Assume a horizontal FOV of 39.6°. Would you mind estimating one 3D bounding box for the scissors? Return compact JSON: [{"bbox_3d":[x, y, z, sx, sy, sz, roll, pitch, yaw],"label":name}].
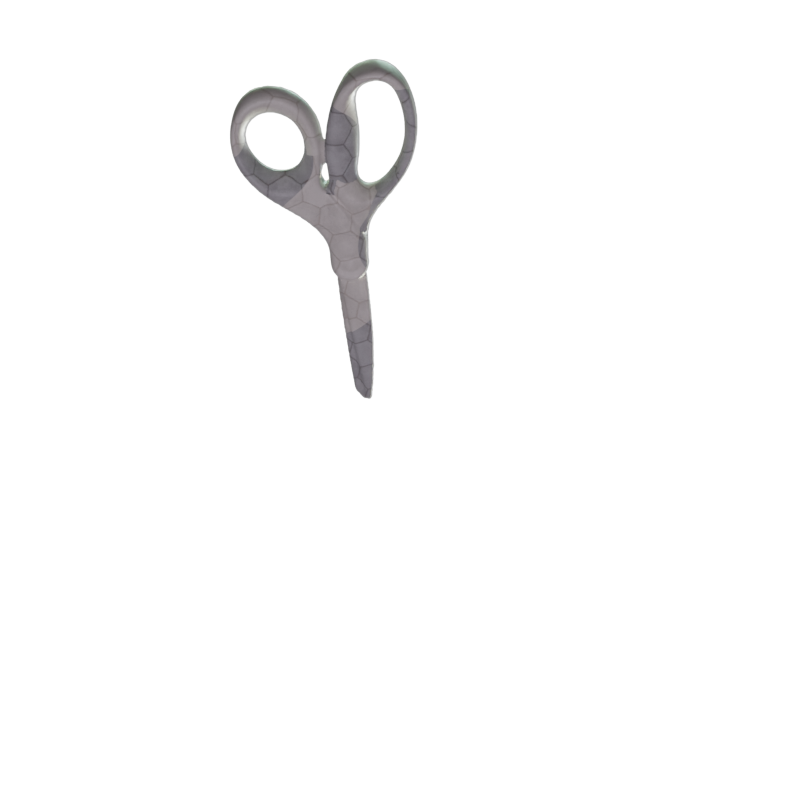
[{"bbox_3d":[-0.043,-0.079,0.553,0.095,0.190,0.017,9,38,-7],"label":"scissors"}]
